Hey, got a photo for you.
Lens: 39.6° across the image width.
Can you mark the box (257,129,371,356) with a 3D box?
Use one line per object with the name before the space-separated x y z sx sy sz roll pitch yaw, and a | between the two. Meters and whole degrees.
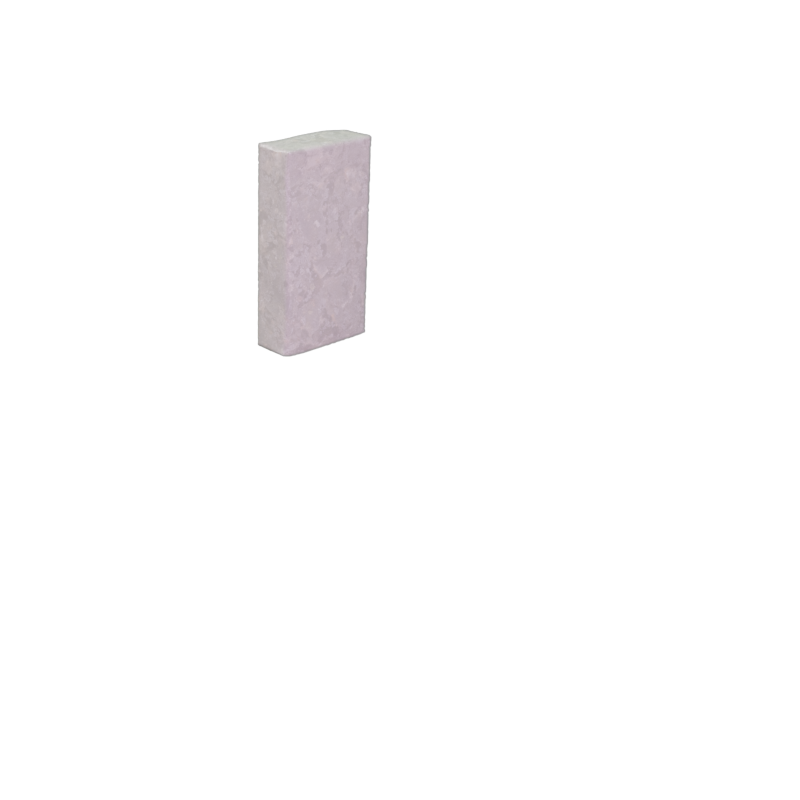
box | -0.072 -0.131 0.918 0.092 0.169 0.051 -16 25 -42
